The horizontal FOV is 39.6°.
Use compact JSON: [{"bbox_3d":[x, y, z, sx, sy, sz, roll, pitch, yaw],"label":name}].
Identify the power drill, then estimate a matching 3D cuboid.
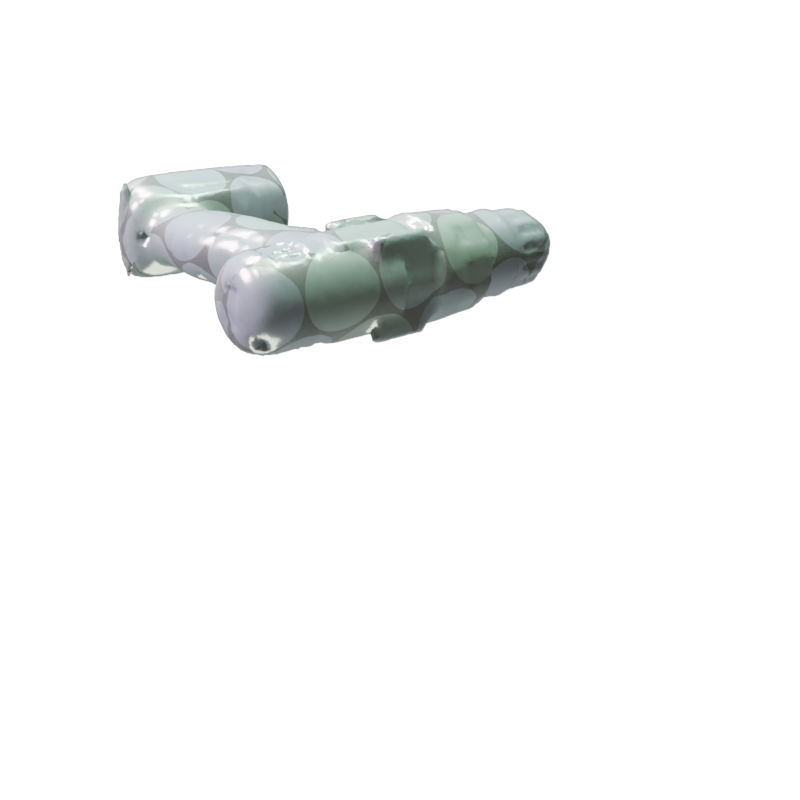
[{"bbox_3d":[-0.044,-0.081,0.565,0.180,0.055,0.199,-14,24,-36],"label":"power drill"}]
